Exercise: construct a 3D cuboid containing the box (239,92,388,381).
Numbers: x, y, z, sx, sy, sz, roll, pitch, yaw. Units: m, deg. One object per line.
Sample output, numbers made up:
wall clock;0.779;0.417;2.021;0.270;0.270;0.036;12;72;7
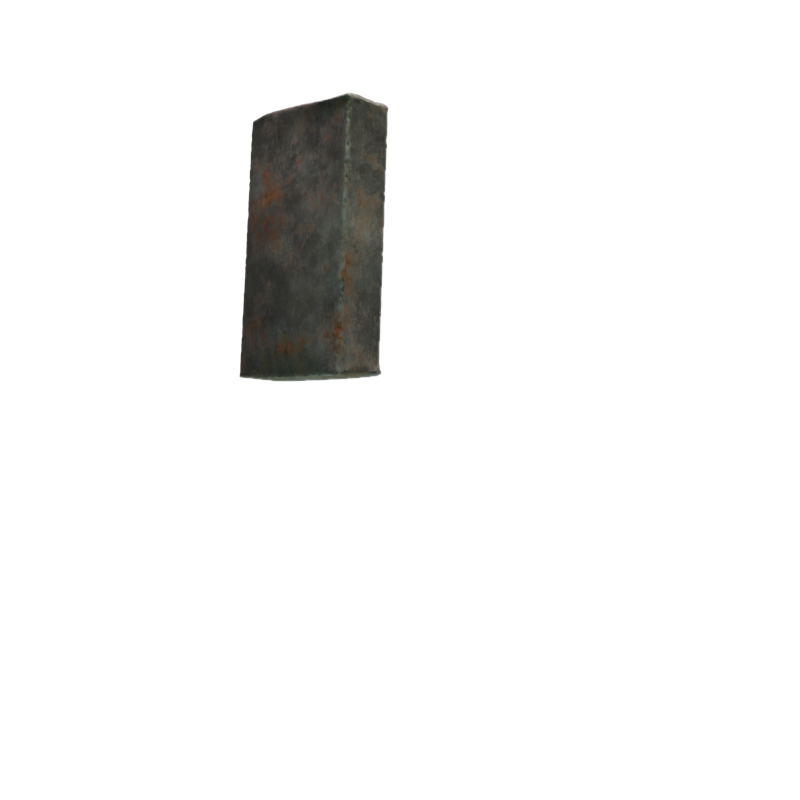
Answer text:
box;-0.056;-0.102;0.714;0.096;0.180;0.046;-7;-11;41
